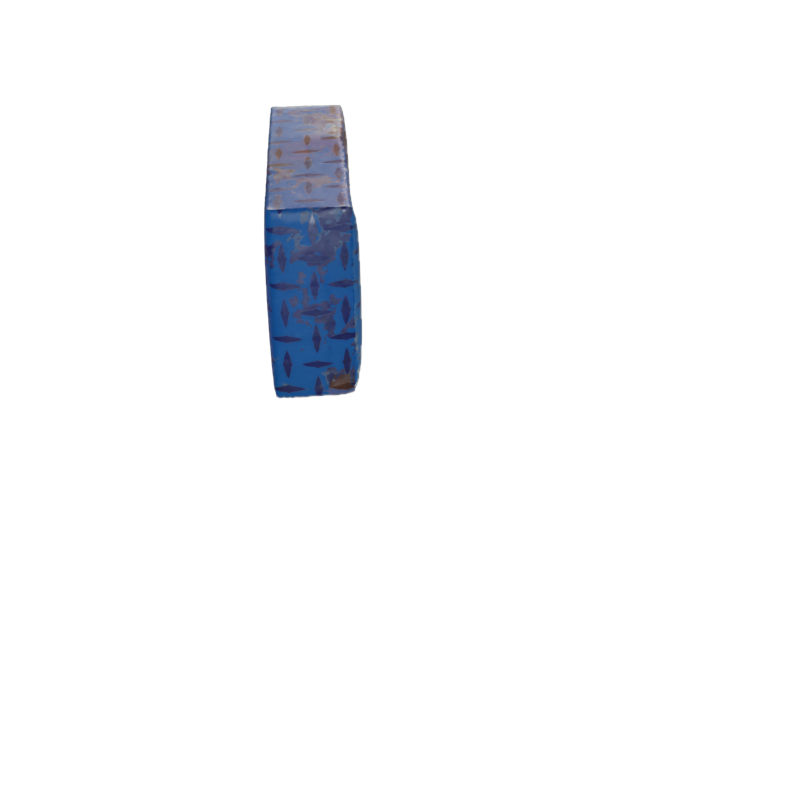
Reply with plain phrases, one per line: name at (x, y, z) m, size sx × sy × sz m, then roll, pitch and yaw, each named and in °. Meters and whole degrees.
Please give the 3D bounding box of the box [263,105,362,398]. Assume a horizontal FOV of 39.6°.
box at (-0.071, -0.130, 0.908) m, size 0.072 × 0.154 × 0.228 m, roll -2°, pitch 32°, yaw -3°
